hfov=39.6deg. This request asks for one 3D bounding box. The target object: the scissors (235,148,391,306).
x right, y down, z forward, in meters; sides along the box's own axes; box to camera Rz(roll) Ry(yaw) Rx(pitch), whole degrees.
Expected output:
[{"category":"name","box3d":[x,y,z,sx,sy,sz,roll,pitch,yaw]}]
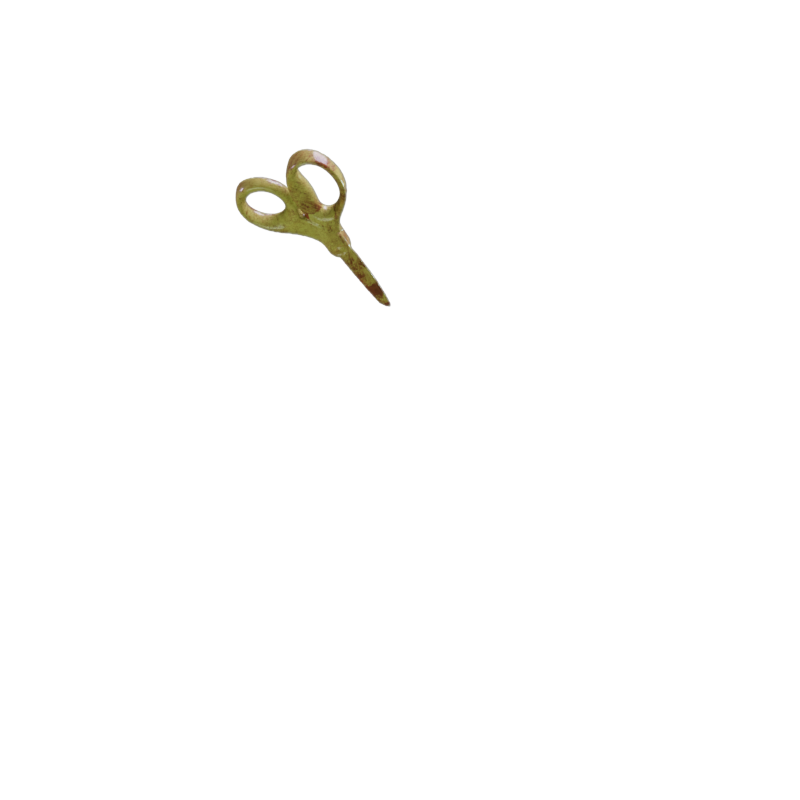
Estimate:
[{"category":"scissors","box3d":[-0.071,-0.129,0.903,0.097,0.017,0.186,-6,-35,8]}]
